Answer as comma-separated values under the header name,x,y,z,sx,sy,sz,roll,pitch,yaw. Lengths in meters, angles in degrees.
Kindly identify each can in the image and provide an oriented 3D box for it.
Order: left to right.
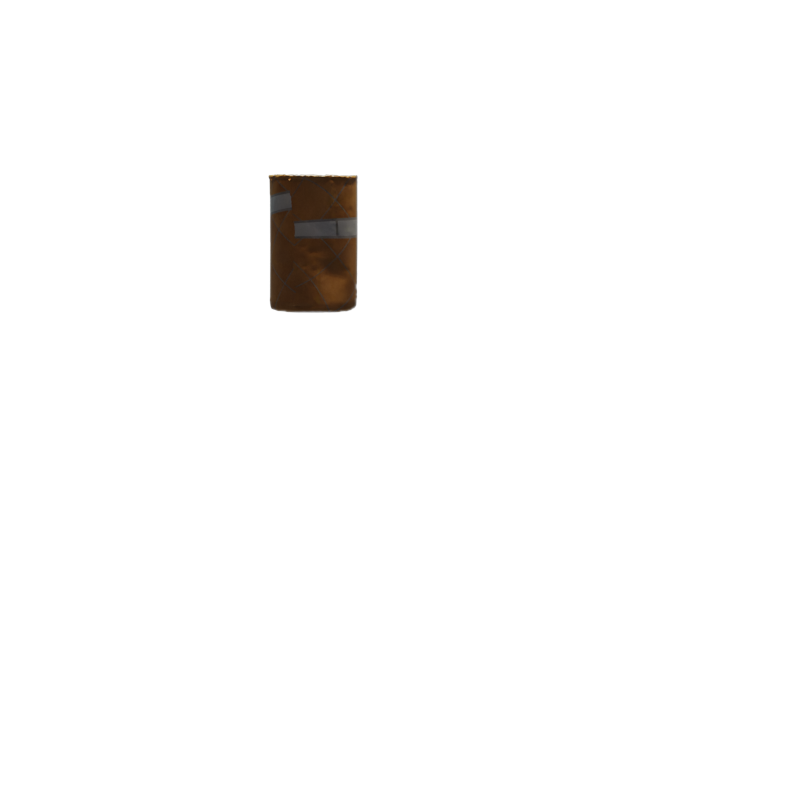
name,x,y,z,sx,sy,sz,roll,pitch,yaw
can,-0.066,-0.121,0.845,0.068,0.101,0.069,0,6,-2
